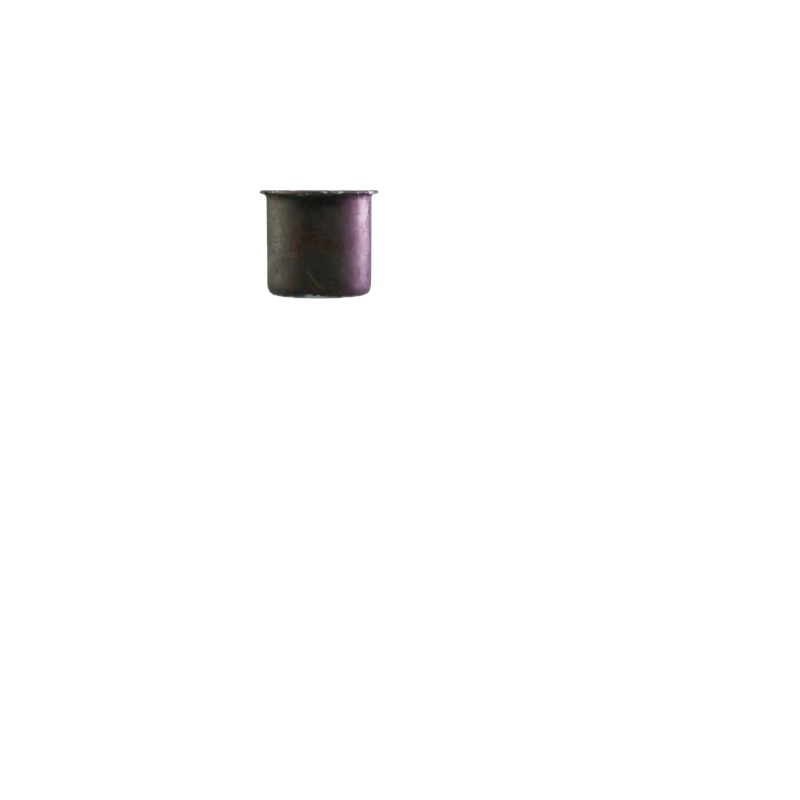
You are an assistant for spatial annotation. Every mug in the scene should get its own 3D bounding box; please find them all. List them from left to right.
[{"bbox_3d":[-0.069,-0.125,0.876,0.091,0.080,0.122,-3,9,-25],"label":"mug"}]
